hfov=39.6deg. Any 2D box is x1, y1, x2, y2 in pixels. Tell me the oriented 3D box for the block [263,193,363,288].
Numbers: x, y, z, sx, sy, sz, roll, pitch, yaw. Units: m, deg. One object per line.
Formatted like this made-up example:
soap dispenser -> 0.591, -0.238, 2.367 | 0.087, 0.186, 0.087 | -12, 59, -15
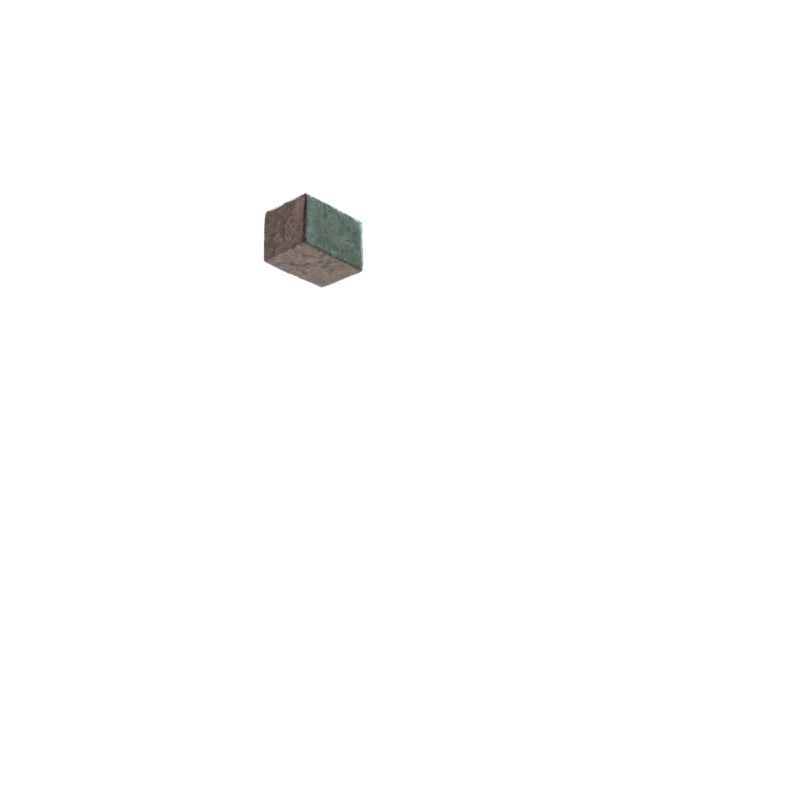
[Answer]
block -> -0.078, -0.142, 0.993 | 0.053, 0.054, 0.073 | -21, -30, 37
